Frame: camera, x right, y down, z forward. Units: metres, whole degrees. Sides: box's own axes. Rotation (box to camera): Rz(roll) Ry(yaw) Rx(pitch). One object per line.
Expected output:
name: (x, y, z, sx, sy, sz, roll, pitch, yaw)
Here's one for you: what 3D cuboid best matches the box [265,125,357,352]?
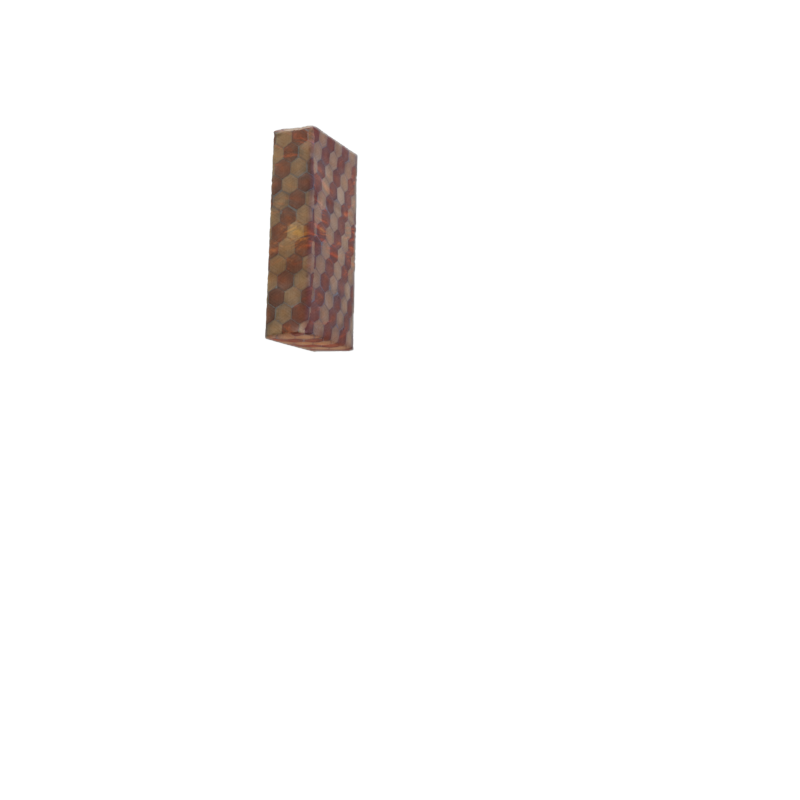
box: (-0.074, -0.134, 0.937, 0.049, 0.182, 0.088, -7, -13, 23)
